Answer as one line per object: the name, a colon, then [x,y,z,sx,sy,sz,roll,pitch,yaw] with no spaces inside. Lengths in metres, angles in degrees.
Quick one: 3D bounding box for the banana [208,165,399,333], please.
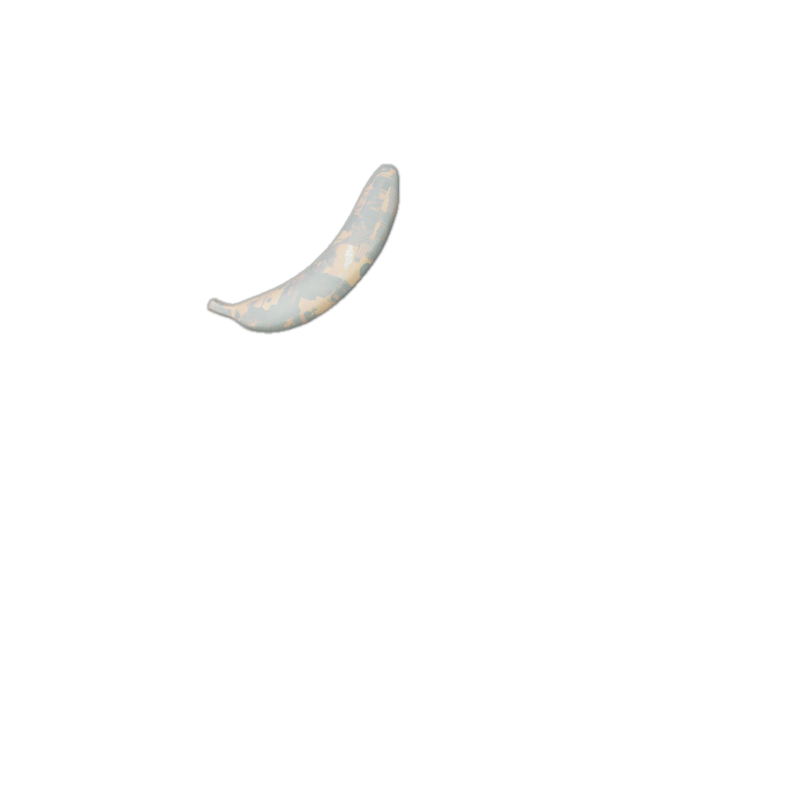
banana: [-0.064,-0.115,0.919,0.198,0.071,0.036,-39,-8,-8]
